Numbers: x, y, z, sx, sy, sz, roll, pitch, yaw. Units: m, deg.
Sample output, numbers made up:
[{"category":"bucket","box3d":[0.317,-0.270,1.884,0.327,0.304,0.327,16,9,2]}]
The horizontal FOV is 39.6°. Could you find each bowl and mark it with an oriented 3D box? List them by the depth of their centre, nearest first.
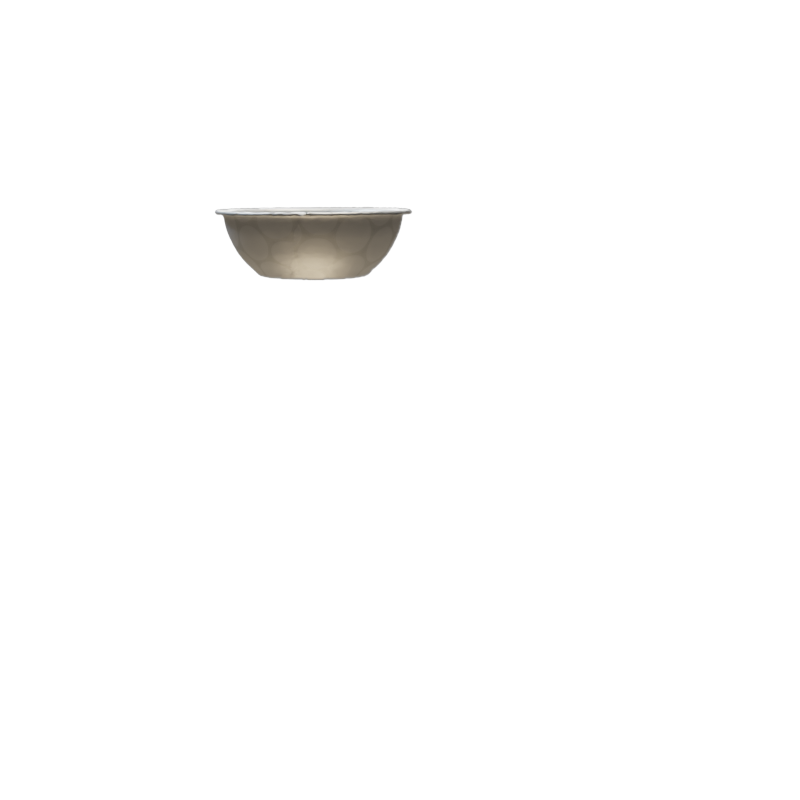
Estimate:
[{"category":"bowl","box3d":[-0.071,-0.130,0.913,0.162,0.054,0.165,0,11,-2]}]
